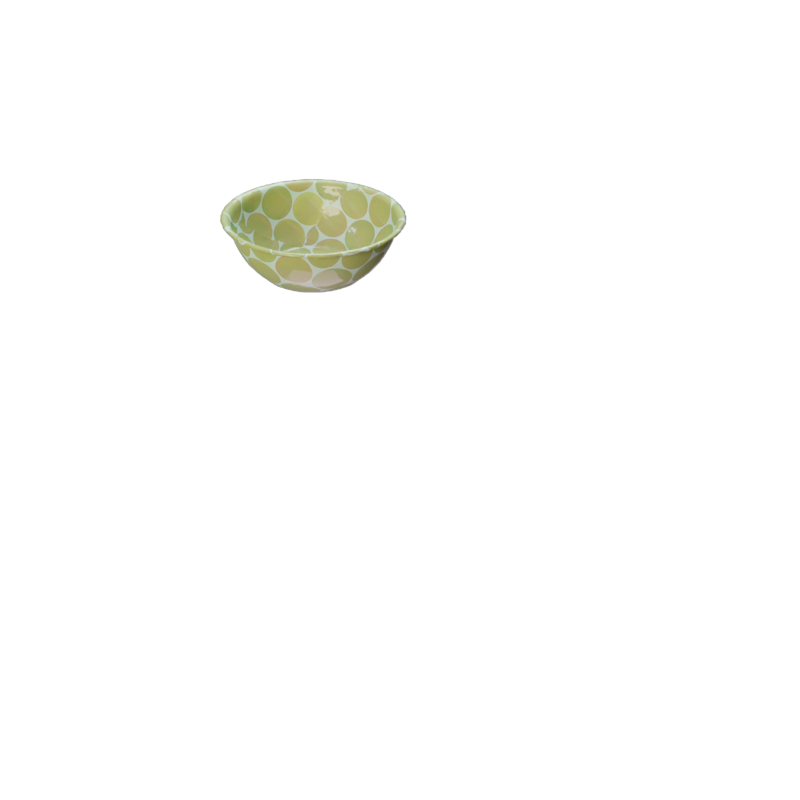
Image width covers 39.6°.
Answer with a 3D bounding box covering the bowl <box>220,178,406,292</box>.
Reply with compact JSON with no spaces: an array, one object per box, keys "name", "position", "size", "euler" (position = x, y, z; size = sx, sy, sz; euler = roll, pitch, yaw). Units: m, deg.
[{"name":"bowl","position":[-0.076,-0.139,0.974],"size":[0.162,0.052,0.172],"euler":[-1,31,-2]}]
